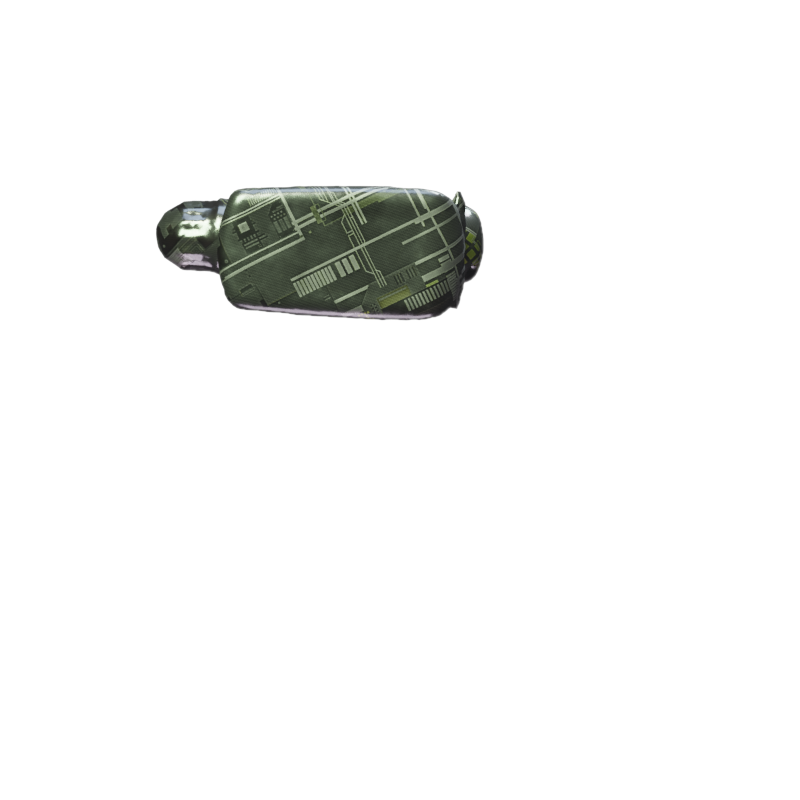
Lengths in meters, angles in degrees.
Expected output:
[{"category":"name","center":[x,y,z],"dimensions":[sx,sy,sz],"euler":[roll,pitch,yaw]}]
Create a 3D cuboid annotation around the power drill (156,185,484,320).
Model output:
[{"category":"power drill","center":[-0.044,-0.080,0.559],"dimensions":[0.185,0.056,0.191],"euler":[0,11,0]}]
